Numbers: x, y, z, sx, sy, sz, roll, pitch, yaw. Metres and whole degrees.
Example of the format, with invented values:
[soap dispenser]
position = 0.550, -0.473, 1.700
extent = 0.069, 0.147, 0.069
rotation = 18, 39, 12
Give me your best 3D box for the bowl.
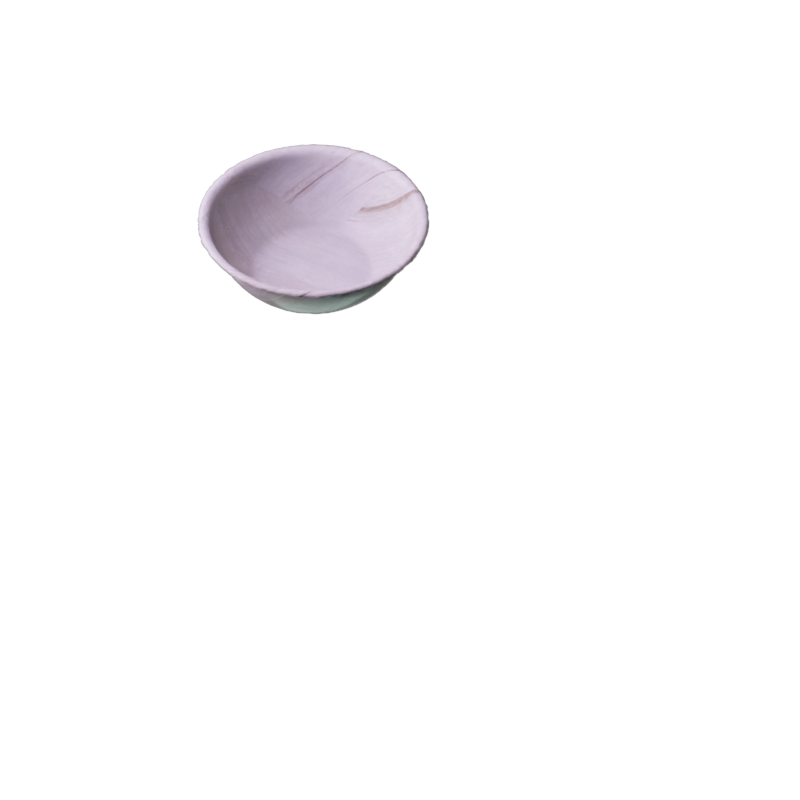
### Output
[bowl]
position = -0.062, -0.113, 0.791
extent = 0.162, 0.174, 0.051
rotation = -1, -44, -1
